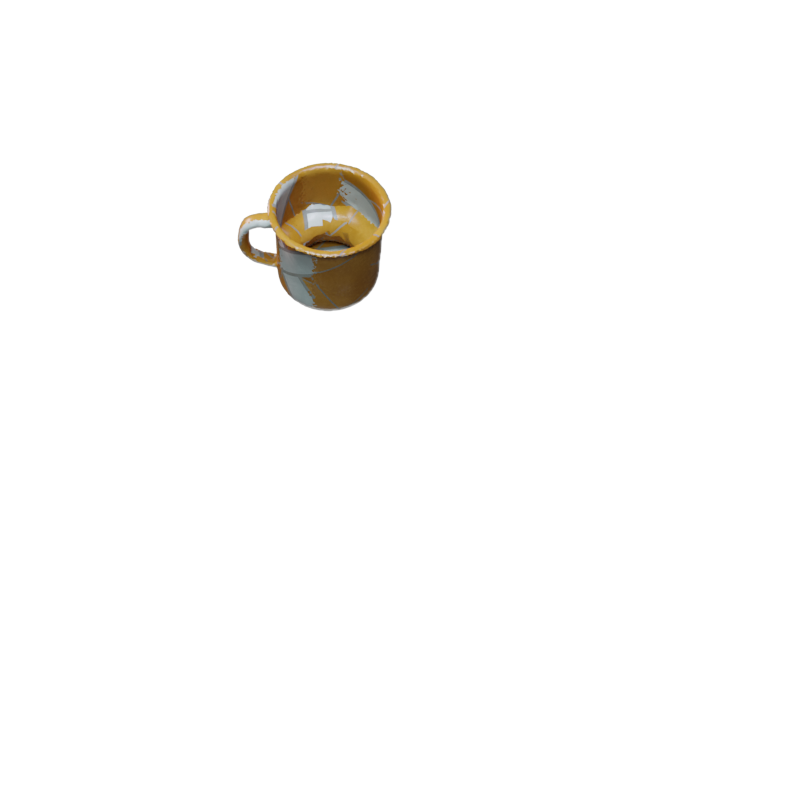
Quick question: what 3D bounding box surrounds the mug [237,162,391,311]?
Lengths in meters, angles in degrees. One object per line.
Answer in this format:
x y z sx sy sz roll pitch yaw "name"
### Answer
-0.067 -0.123 0.861 0.117 0.100 0.076 -1 -35 -2 "mug"
